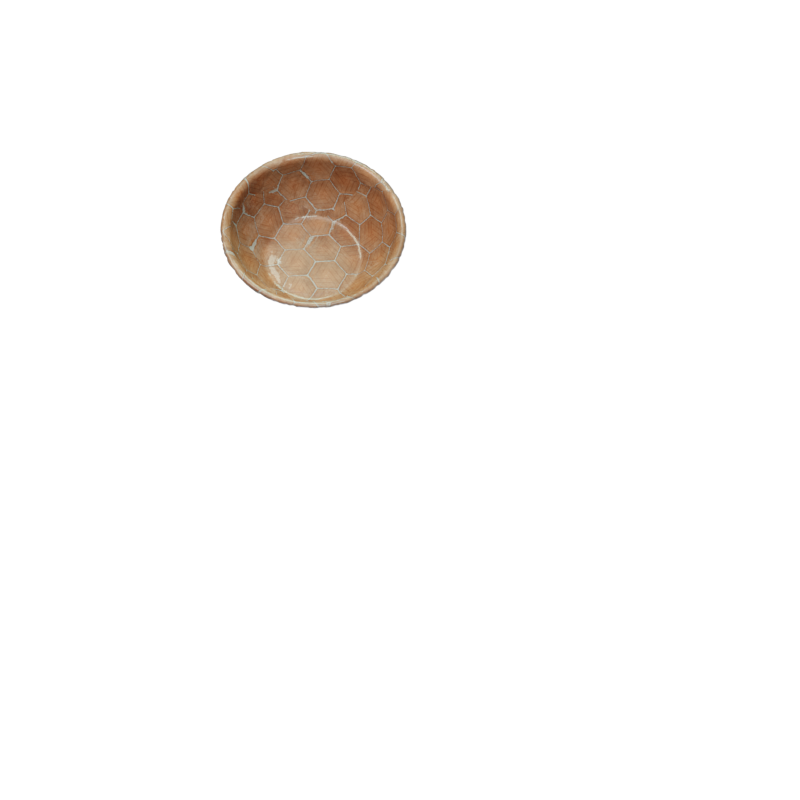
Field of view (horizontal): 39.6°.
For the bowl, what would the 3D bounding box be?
[{"bbox_3d":[-0.077,-0.141,0.985,0.162,0.173,0.052,-1,-30,-1],"label":"bowl"}]
